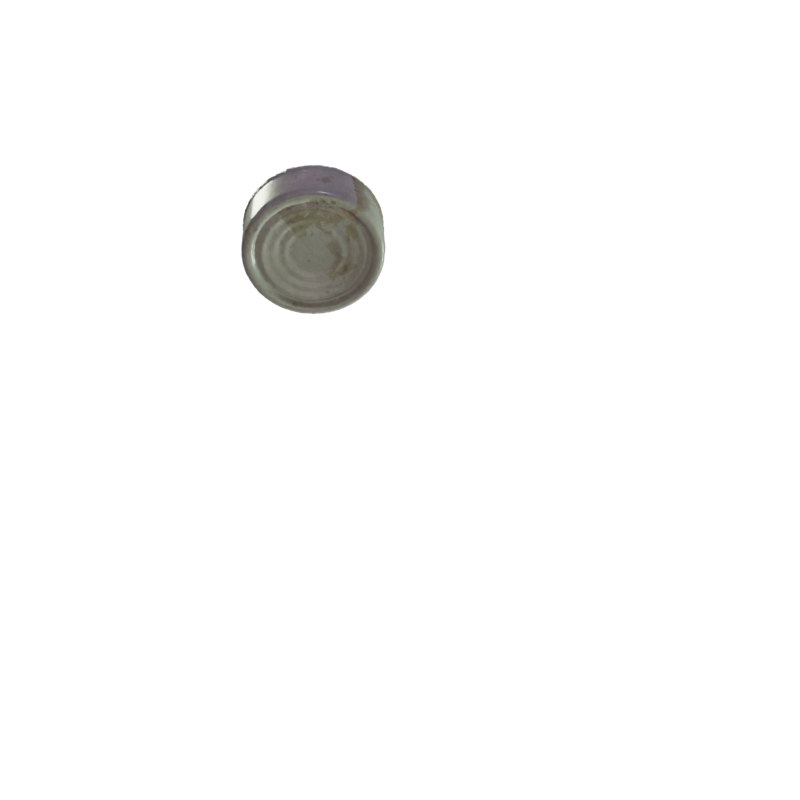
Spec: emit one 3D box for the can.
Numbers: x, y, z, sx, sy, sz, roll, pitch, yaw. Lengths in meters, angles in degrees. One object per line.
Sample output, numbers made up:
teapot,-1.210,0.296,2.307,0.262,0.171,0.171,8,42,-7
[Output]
can,-0.051,-0.094,0.657,0.086,0.081,0.036,1,33,-1
